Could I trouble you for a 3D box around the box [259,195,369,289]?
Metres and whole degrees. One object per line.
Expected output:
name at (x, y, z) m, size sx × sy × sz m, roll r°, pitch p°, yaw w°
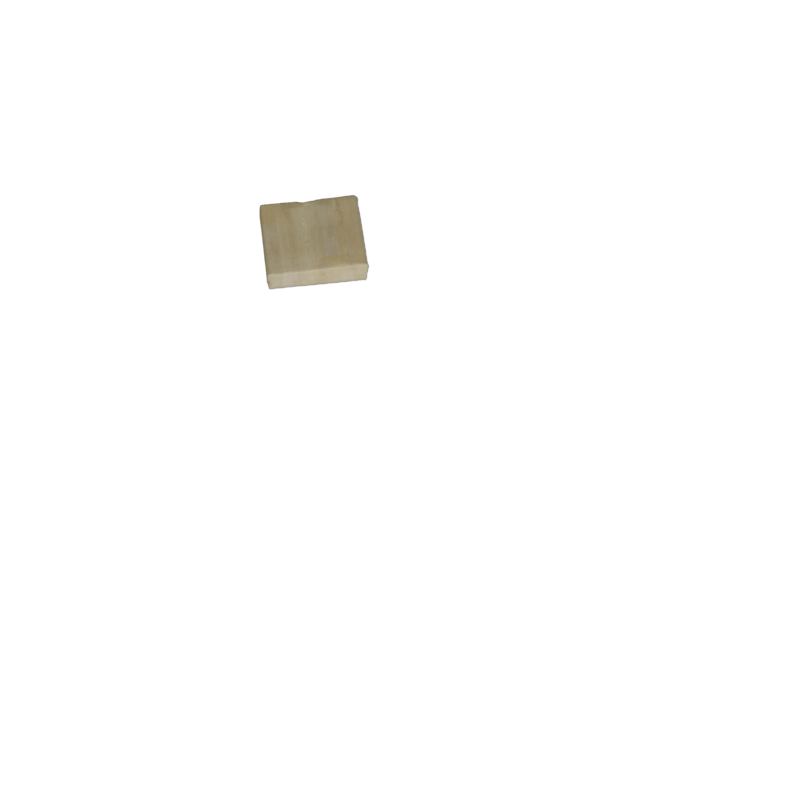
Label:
box at (-0.076, -0.139, 0.972) m, size 0.089 × 0.078 × 0.028 m, roll -7°, pitch -28°, yaw -4°
